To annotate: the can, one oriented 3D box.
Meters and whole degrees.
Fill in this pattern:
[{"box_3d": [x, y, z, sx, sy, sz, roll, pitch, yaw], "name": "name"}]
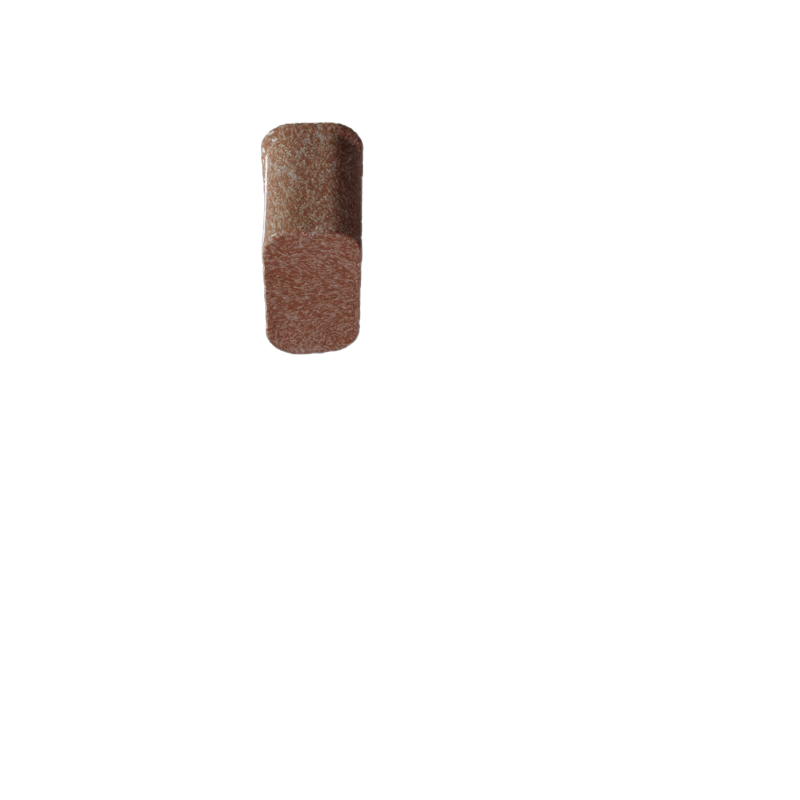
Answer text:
[{"box_3d": [-0.048, -0.087, 0.611, 0.057, 0.090, 0.095, -1, -41, -3], "name": "can"}]
